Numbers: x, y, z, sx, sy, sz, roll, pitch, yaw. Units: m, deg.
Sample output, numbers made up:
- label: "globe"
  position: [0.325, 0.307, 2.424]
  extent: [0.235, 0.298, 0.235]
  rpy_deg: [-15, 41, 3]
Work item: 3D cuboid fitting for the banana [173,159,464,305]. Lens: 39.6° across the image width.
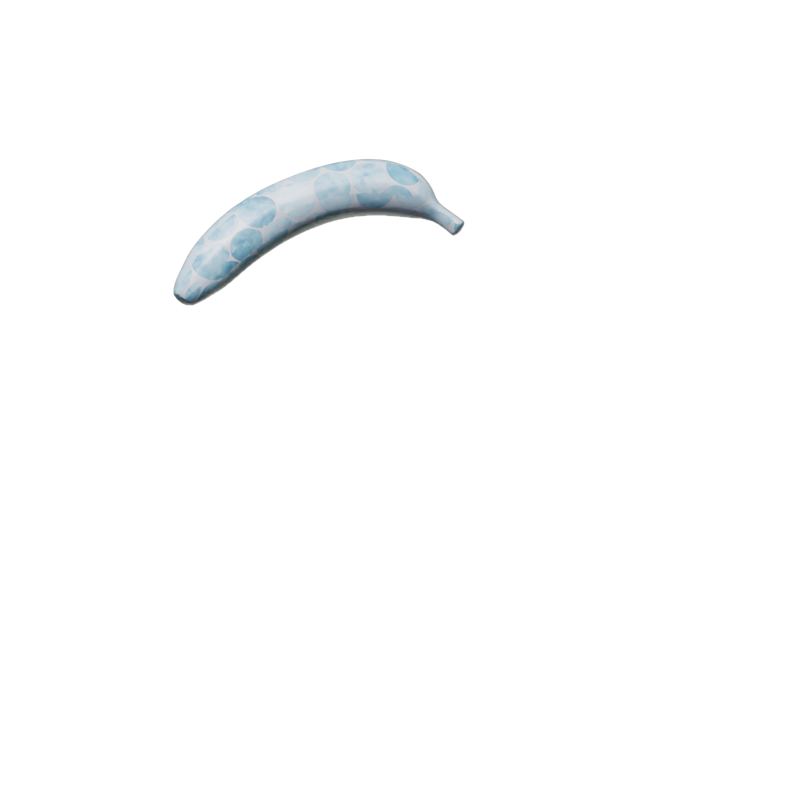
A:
- label: "banana"
  position: [-0.059, -0.118, 0.725]
  extent: [0.196, 0.075, 0.034]
  rpy_deg: [-17, -32, -12]
